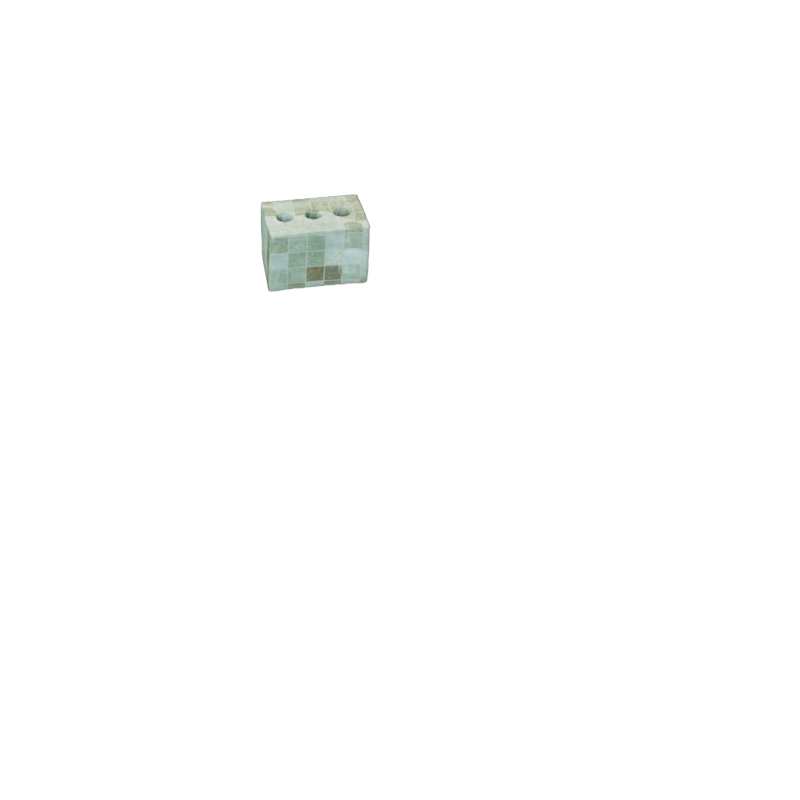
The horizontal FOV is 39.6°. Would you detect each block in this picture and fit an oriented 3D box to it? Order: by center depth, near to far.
[{"bbox_3d":[-0.067,-0.121,0.851,0.077,0.048,0.057,-7,38,-10],"label":"block"}]
